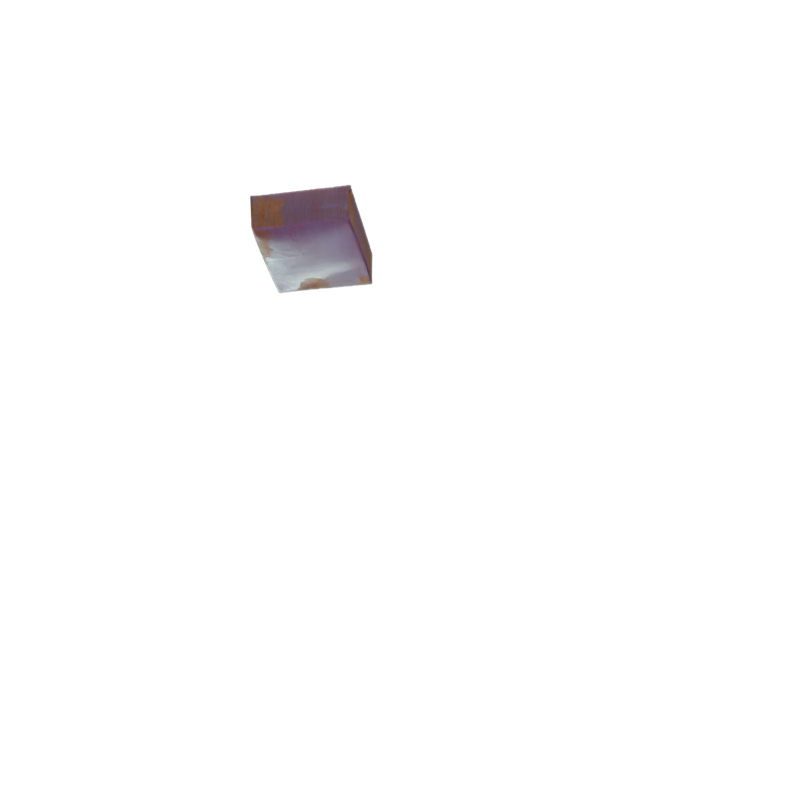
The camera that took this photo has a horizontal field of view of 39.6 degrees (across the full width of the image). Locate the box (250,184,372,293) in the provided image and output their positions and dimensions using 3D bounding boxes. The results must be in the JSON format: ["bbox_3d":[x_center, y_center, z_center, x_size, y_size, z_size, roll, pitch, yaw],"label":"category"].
[{"bbox_3d":[-0.077,-0.140,0.981,0.091,0.041,0.106,-5,-27,9],"label":"box"}]
